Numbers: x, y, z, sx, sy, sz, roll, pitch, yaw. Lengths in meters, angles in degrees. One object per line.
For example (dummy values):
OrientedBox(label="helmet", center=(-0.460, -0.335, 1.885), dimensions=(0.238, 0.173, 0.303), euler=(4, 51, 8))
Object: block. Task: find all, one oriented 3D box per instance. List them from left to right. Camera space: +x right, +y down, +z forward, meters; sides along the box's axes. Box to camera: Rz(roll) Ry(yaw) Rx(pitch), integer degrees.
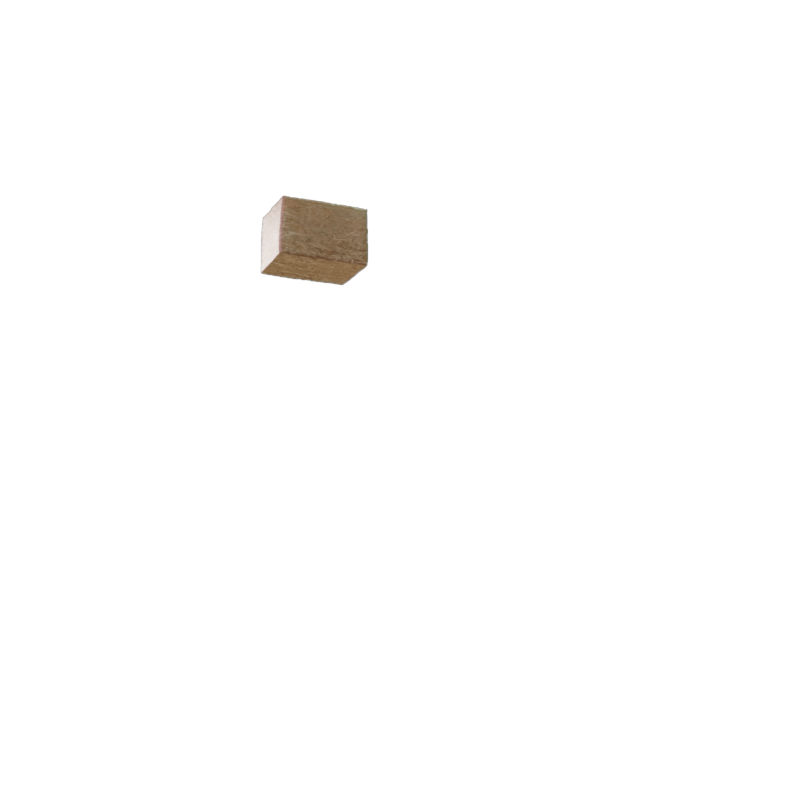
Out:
OrientedBox(label="block", center=(-0.072, -0.131, 0.916), dimensions=(0.075, 0.054, 0.052), euler=(7, -19, -22))
